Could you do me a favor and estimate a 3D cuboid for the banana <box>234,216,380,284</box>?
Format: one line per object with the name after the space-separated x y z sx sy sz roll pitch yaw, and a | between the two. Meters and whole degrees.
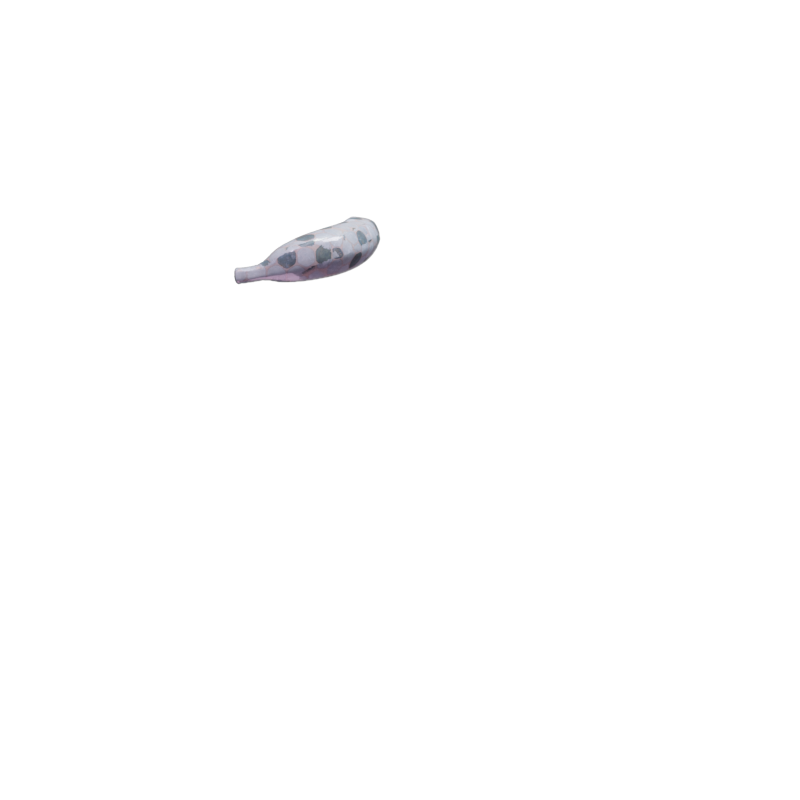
-0.056 -0.126 0.896 0.072 0.036 0.197 7 19 24 | banana
